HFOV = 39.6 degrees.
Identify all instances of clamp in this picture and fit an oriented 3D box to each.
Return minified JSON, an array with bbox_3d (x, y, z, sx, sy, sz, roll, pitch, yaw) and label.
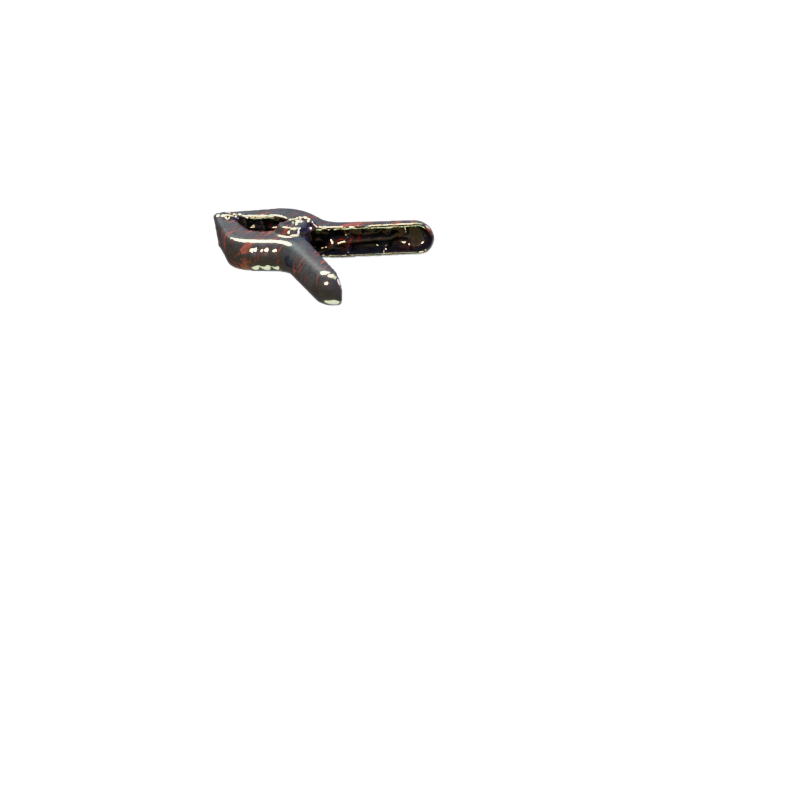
[{"bbox_3d":[-0.064,-0.117,0.817,0.118,0.037,0.183,-22,33,-38],"label":"clamp"}]
